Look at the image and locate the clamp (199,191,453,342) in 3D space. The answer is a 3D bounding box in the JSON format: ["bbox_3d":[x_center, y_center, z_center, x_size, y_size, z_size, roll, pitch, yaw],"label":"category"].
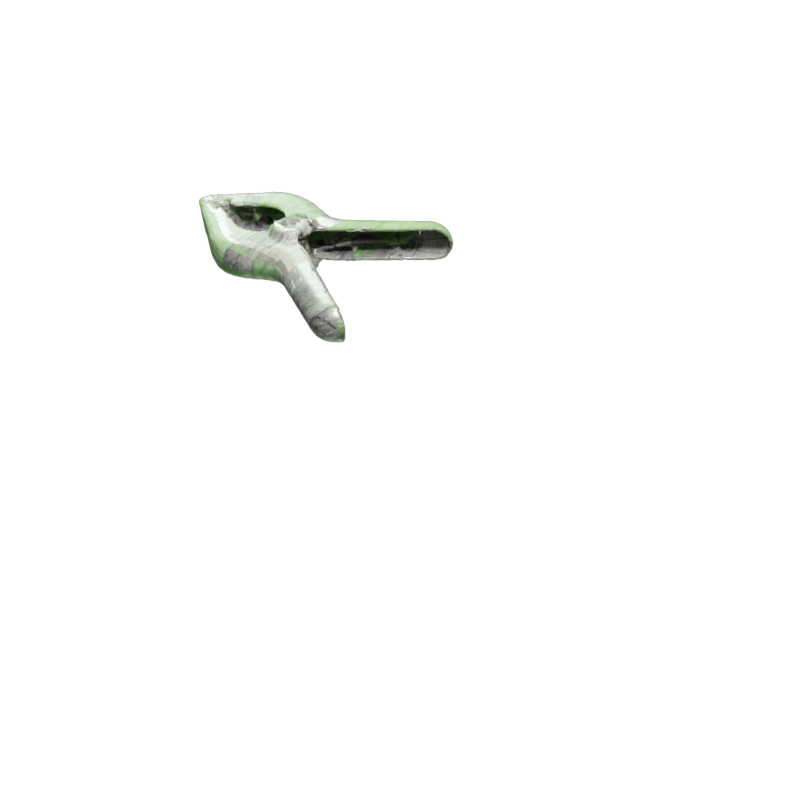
[{"bbox_3d":[-0.055,-0.101,0.709,0.120,0.037,0.184,-28,44,-33],"label":"clamp"}]
